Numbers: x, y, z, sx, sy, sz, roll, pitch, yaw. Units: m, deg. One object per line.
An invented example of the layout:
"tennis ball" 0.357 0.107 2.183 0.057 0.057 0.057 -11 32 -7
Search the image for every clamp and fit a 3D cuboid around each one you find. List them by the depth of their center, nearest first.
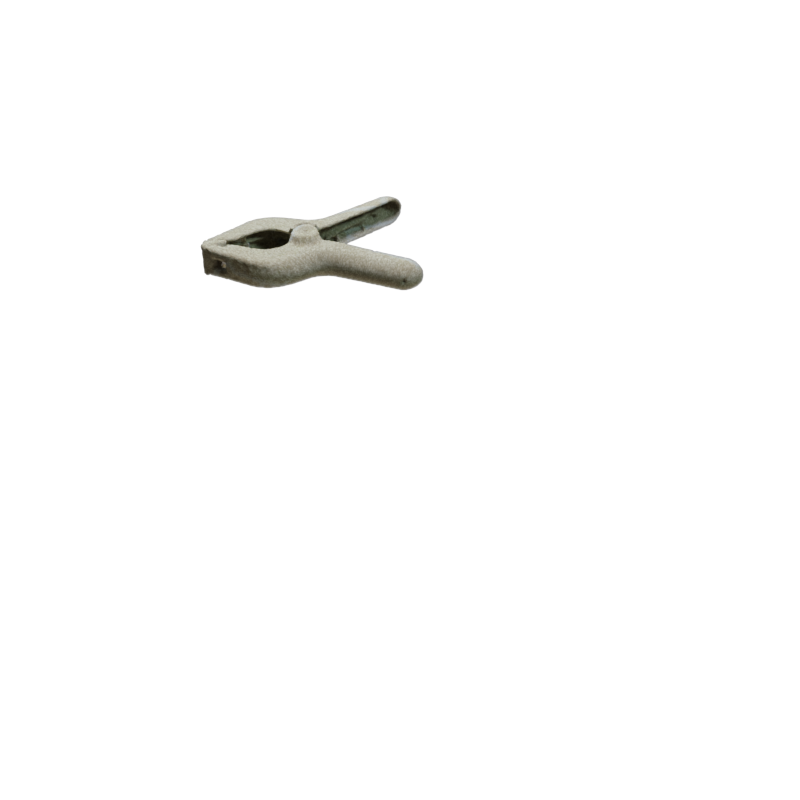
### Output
"clamp" -0.069 -0.126 0.880 0.172 0.037 0.127 1 31 2
